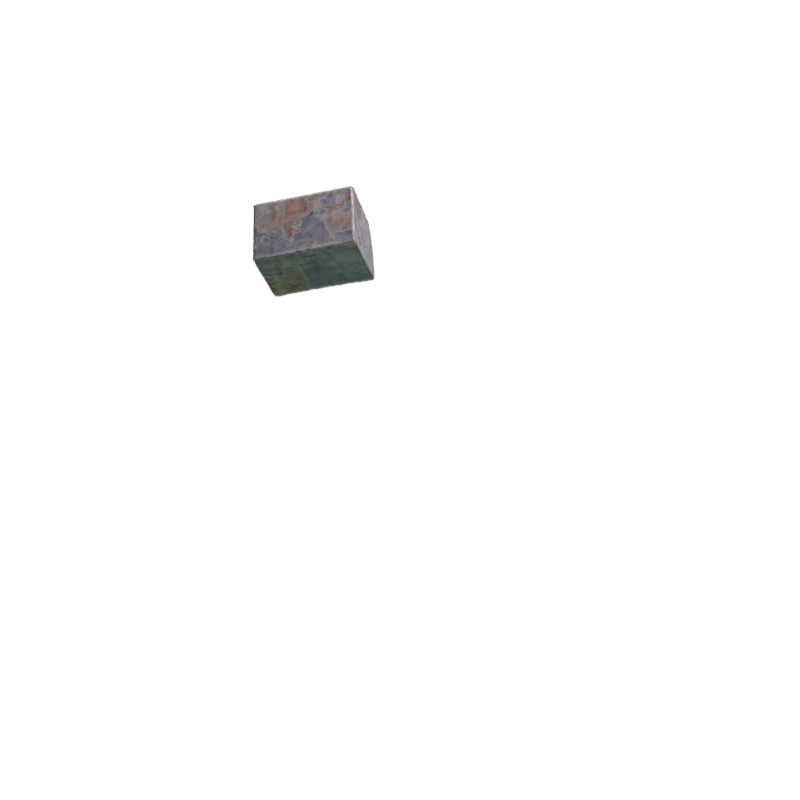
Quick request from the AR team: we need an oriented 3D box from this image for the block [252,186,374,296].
[{"bbox_3d":[-0.063,-0.115,0.806,0.079,0.055,0.049,-8,-32,12],"label":"block"}]
